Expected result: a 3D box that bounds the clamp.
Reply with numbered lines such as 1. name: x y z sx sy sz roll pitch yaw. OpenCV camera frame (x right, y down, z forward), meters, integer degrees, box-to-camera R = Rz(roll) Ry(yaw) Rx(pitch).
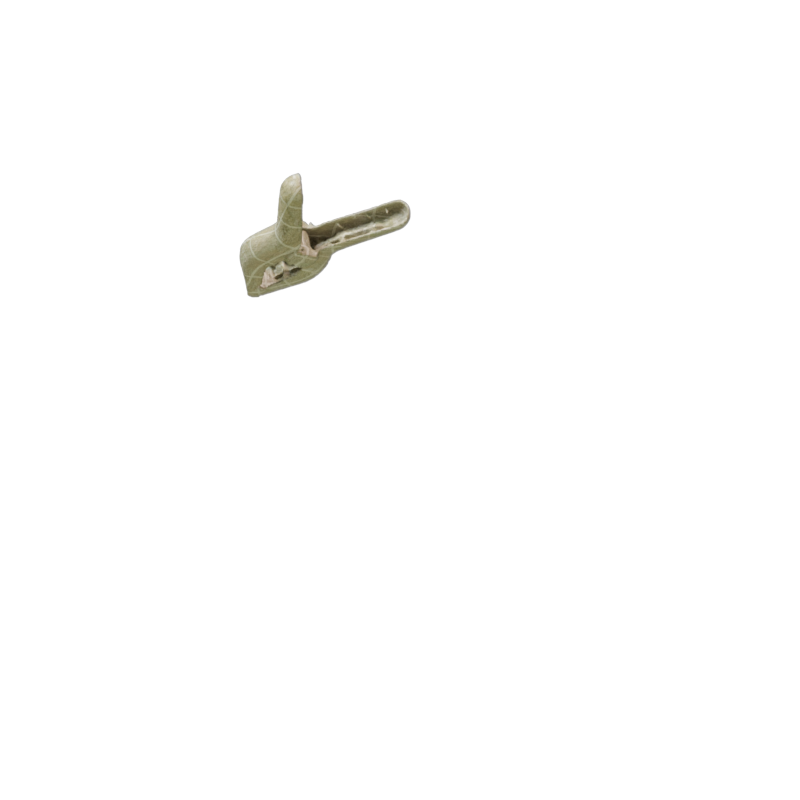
1. clamp: -0.074 -0.134 0.940 0.115 0.041 0.169 12 -26 -26
